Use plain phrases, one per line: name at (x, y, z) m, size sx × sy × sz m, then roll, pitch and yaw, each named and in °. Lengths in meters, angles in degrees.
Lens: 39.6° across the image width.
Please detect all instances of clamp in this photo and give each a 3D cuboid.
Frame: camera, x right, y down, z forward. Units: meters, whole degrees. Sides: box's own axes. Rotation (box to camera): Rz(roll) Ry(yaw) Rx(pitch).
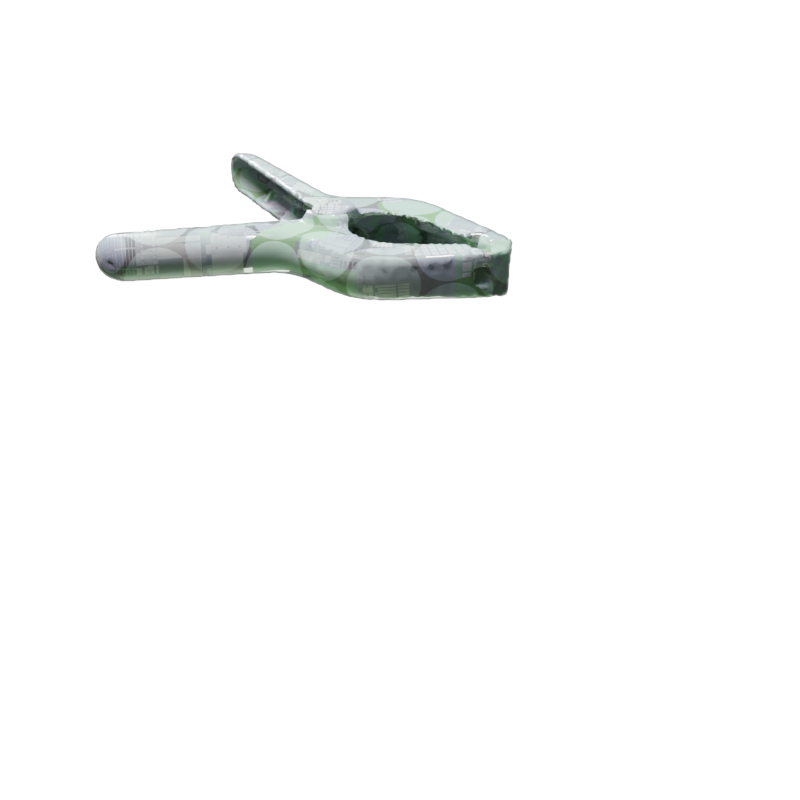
clamp at (-0.047, -0.086, 0.603) m, size 0.220 × 0.034 × 0.167 m, roll 16°, pitch 34°, yaw 25°
